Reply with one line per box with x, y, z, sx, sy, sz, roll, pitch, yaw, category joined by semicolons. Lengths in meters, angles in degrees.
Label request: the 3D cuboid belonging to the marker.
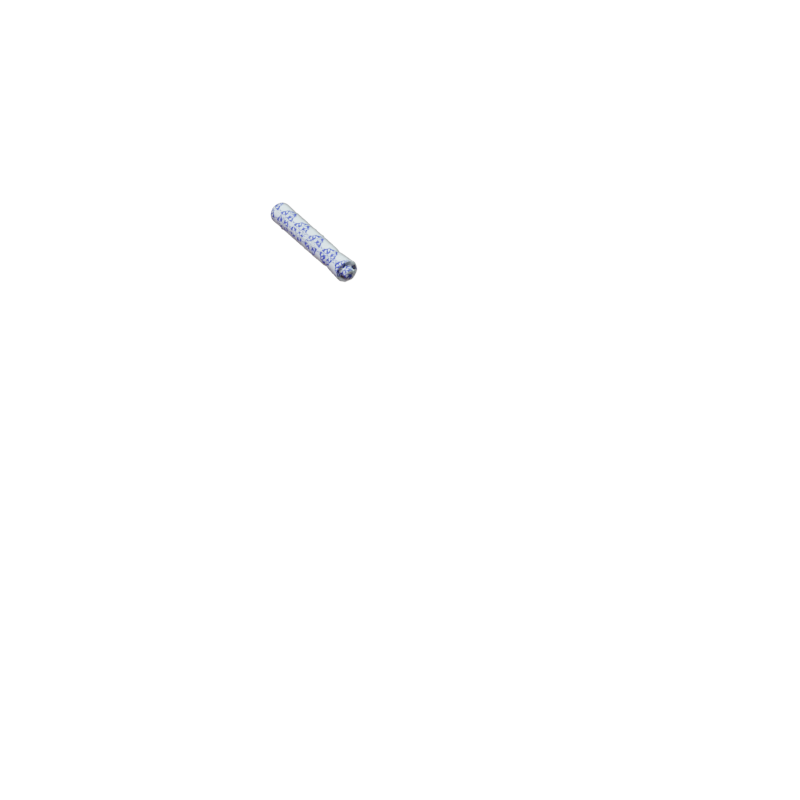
-0.071;-0.130;0.908;0.019;0.019;0.131;-3;31;-34;marker
